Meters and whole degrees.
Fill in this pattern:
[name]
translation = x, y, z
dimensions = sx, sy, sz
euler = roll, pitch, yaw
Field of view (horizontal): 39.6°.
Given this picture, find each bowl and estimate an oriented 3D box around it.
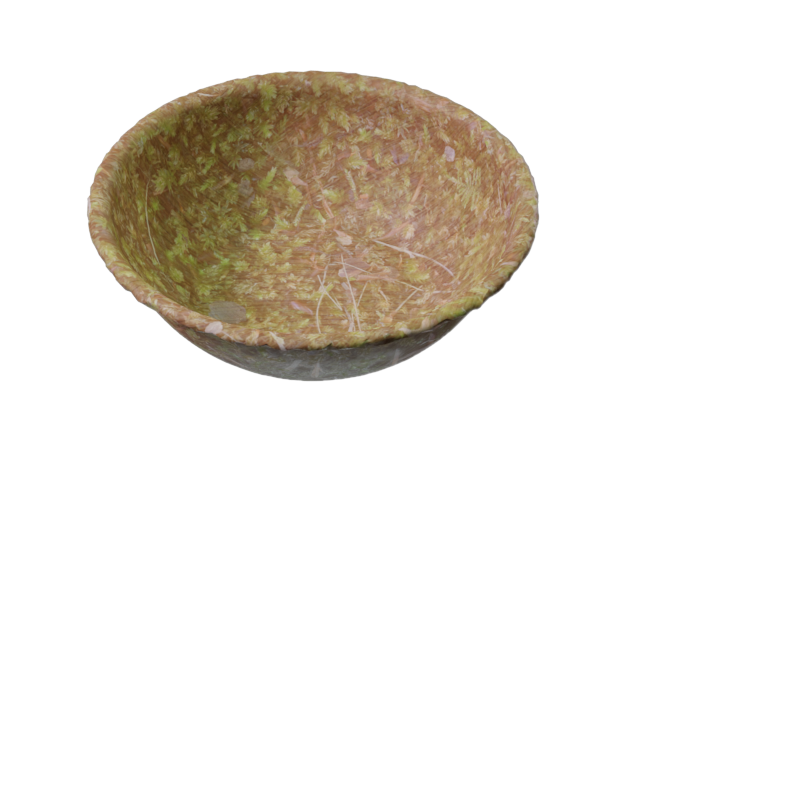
[bowl]
translation = -0.033, -0.059, 0.416
dimensions = 0.162, 0.051, 0.174
euler = -1, 45, -1
